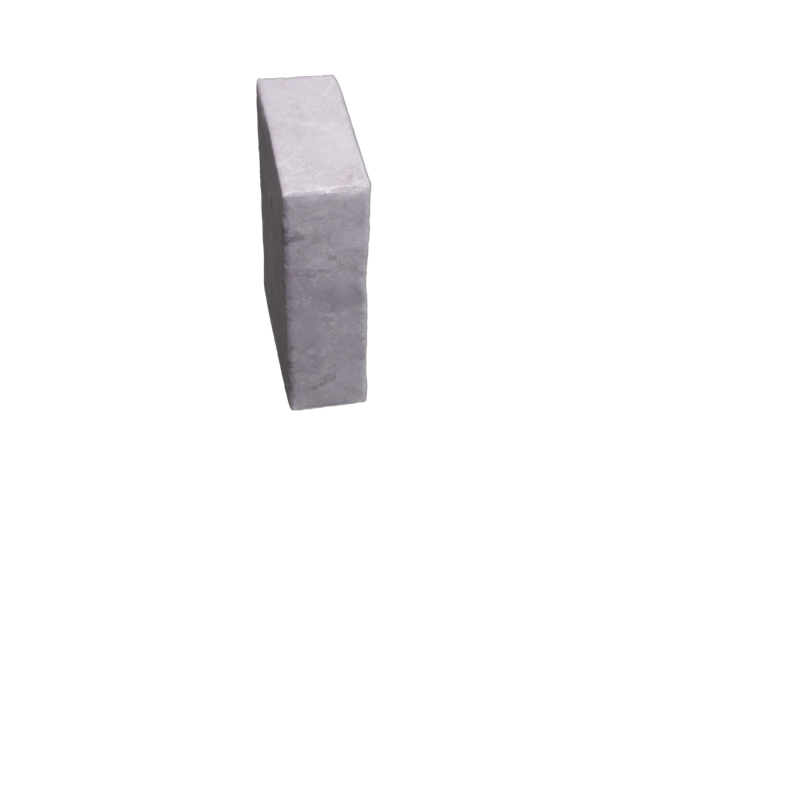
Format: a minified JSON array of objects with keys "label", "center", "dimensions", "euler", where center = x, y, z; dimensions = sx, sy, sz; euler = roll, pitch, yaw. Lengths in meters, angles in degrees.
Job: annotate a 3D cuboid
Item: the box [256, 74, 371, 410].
[{"label":"box","center":[-0.069,-0.125,0.878],"dimensions":[0.071,0.199,0.177],"euler":[-6,42,-10]}]
